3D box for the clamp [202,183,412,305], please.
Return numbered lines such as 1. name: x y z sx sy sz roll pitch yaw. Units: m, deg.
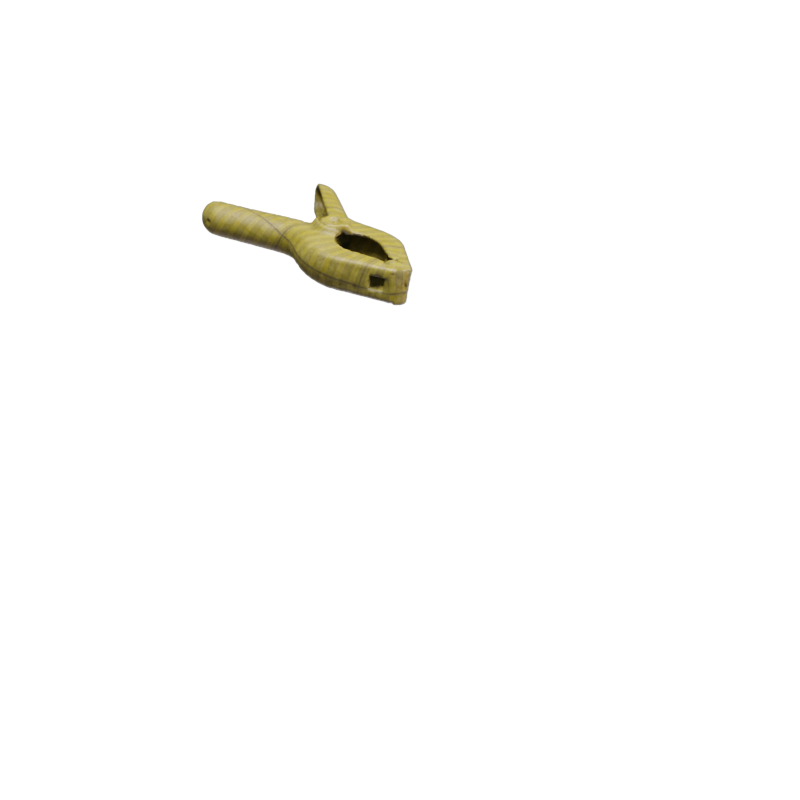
1. clamp: -0.063 -0.114 0.801 0.118 0.037 0.184 -17 34 -27
